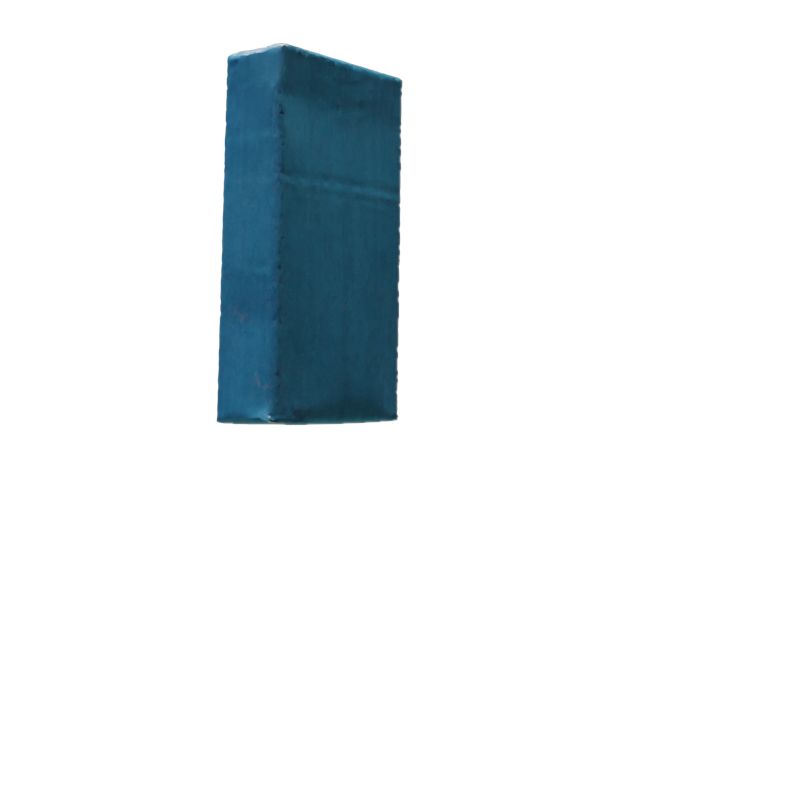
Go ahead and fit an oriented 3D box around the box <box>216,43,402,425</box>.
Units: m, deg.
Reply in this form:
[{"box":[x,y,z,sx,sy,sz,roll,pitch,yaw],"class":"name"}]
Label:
[{"box":[-0.043,-0.078,0.544,0.049,0.179,0.089,-6,-7,40],"class":"box"}]
